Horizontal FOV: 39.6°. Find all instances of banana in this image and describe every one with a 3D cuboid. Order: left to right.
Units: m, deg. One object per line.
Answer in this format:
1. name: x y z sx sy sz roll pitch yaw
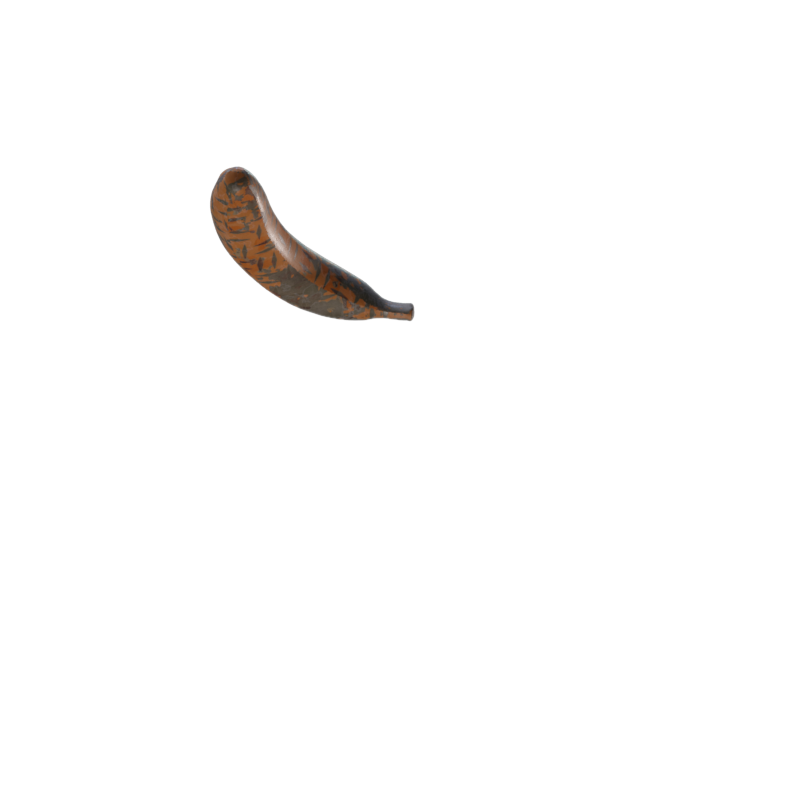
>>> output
1. banana: -0.067 -0.092 0.691 0.070 0.039 0.184 -15 -27 30
